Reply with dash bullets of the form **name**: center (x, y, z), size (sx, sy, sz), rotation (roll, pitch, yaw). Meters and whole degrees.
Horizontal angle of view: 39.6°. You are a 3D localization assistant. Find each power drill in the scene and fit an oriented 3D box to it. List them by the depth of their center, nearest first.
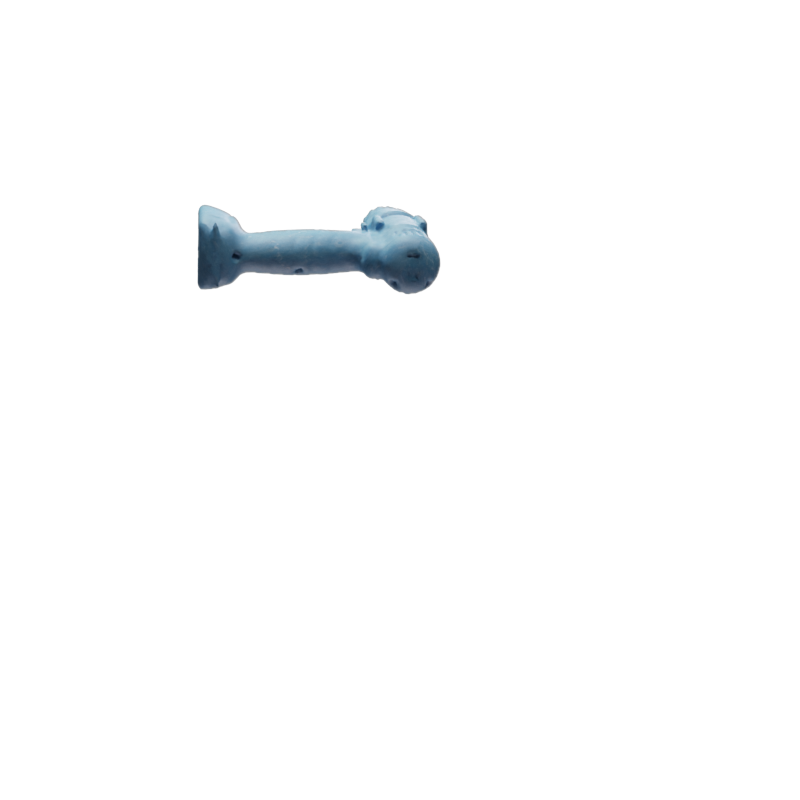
- **power drill**: center (-0.070, -0.128, 0.897), size (0.186, 0.056, 0.191), rotation (-2, 16, -6)
